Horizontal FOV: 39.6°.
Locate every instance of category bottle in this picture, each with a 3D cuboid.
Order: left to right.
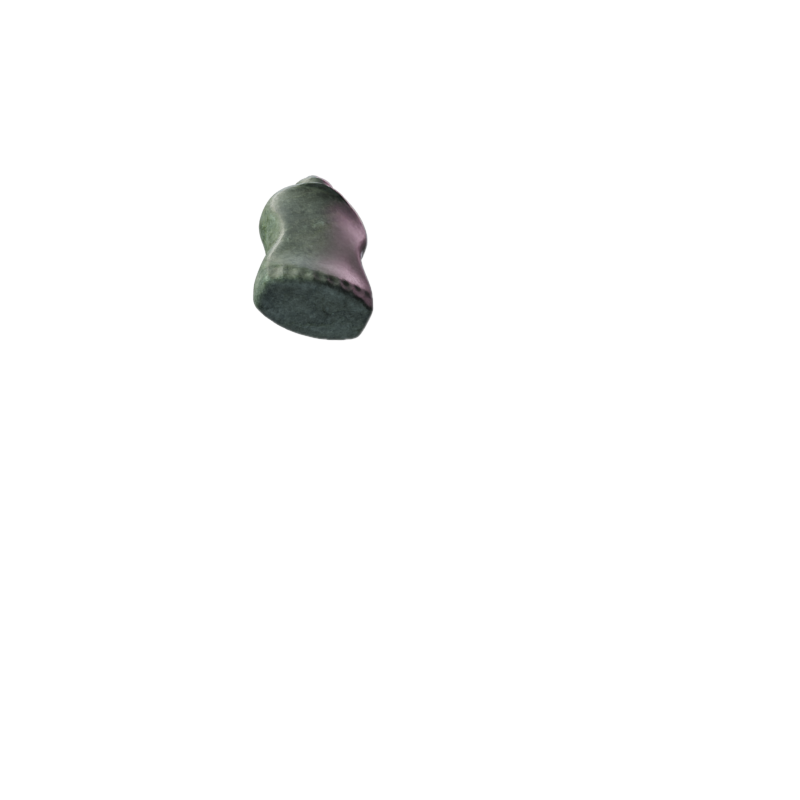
[{"bbox_3d":[-0.075,-0.137,0.959,0.094,0.056,0.206,14,38,-15],"label":"bottle"}]
